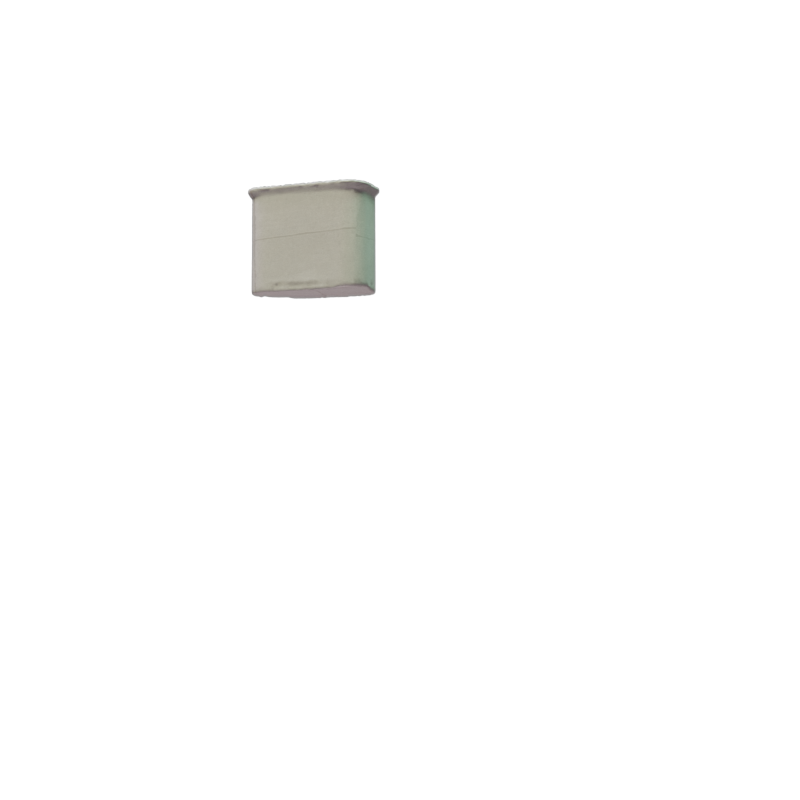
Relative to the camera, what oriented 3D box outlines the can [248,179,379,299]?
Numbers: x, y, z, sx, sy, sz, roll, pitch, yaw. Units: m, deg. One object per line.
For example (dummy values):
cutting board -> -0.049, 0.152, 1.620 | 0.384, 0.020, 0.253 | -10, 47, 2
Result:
can -> -0.068, -0.124, 0.872 | 0.104, 0.086, 0.055 | -2, -7, 21
